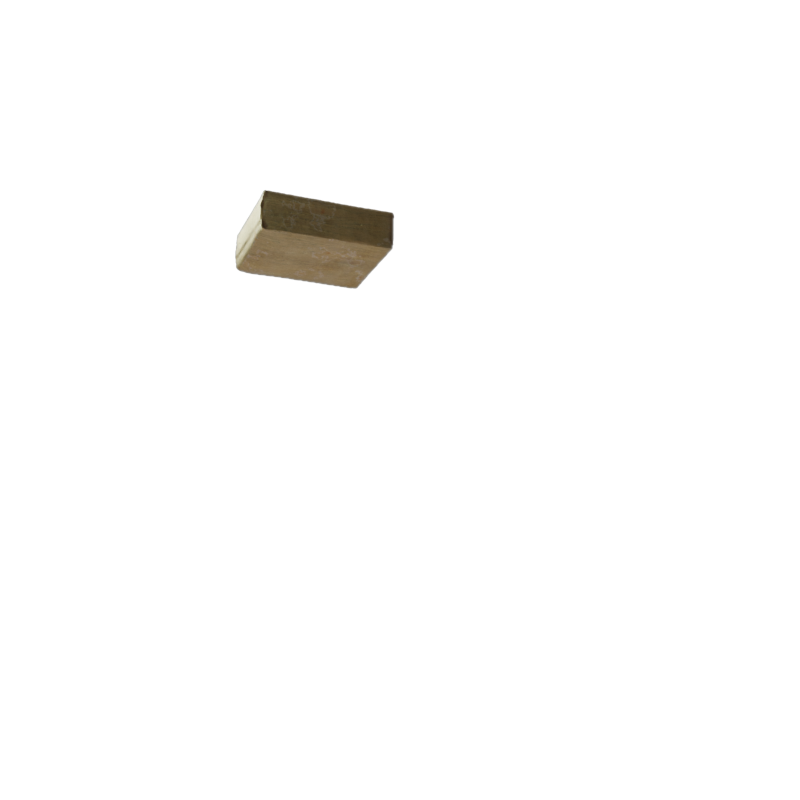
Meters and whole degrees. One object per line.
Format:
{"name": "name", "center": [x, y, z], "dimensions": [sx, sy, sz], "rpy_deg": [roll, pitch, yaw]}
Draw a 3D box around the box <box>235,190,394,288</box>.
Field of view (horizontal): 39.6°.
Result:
{"name": "box", "center": [-0.072, -0.131, 0.917], "dimensions": [0.110, 0.041, 0.088], "rpy_deg": [6, -21, -18]}
